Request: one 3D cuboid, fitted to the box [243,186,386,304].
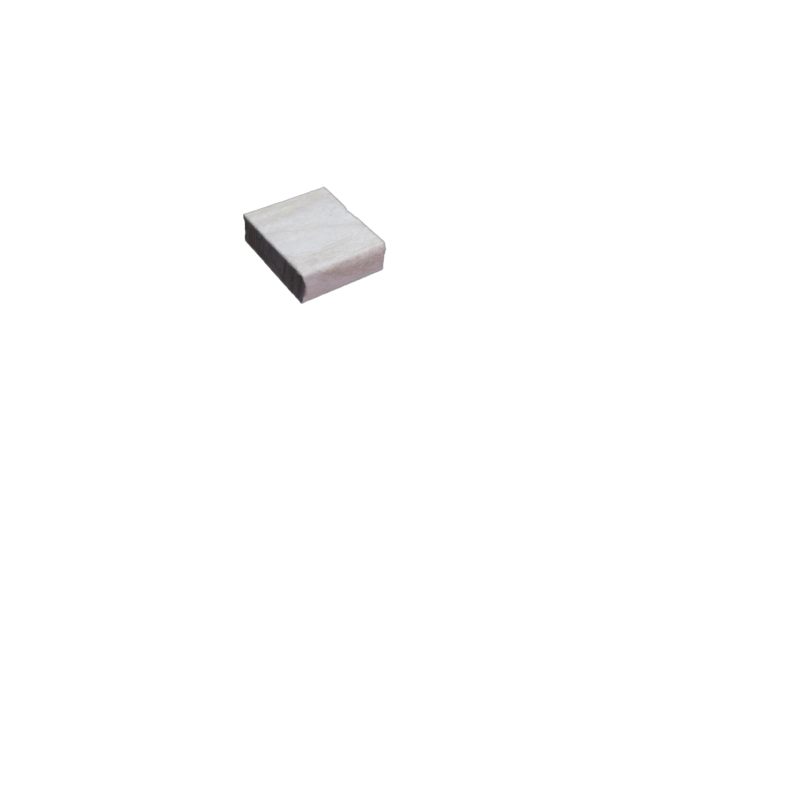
[{"bbox_3d":[-0.065,-0.119,0.831,0.072,0.028,0.096,-23,47,-24],"label":"box"}]
